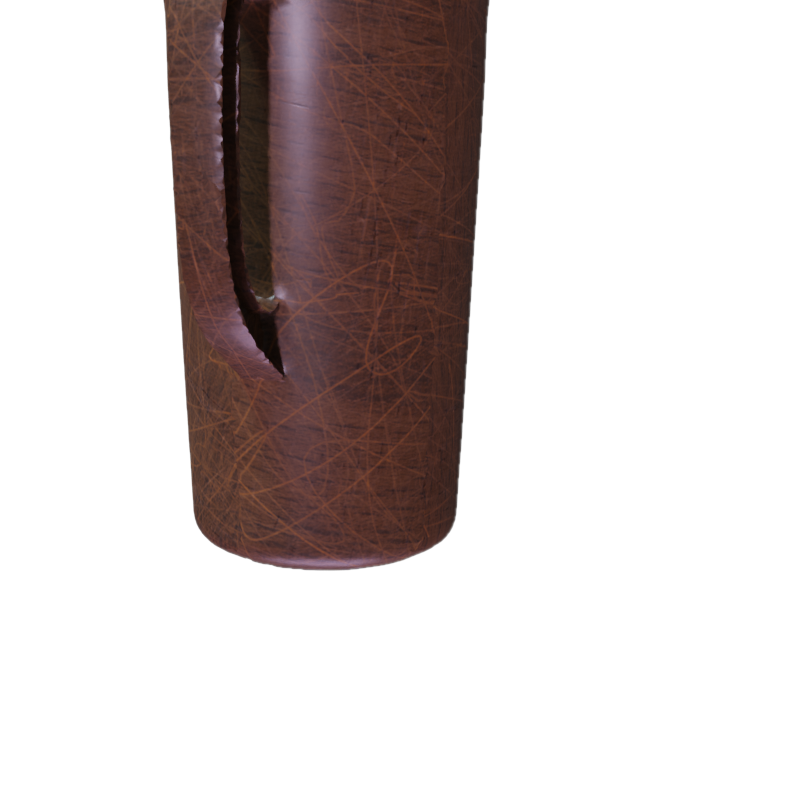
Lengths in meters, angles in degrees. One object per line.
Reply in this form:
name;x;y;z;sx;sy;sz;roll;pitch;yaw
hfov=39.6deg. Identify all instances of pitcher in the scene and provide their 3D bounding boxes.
pitcher;-0.034;-0.063;0.440;0.145;0.241;0.151;-2;6;-24
